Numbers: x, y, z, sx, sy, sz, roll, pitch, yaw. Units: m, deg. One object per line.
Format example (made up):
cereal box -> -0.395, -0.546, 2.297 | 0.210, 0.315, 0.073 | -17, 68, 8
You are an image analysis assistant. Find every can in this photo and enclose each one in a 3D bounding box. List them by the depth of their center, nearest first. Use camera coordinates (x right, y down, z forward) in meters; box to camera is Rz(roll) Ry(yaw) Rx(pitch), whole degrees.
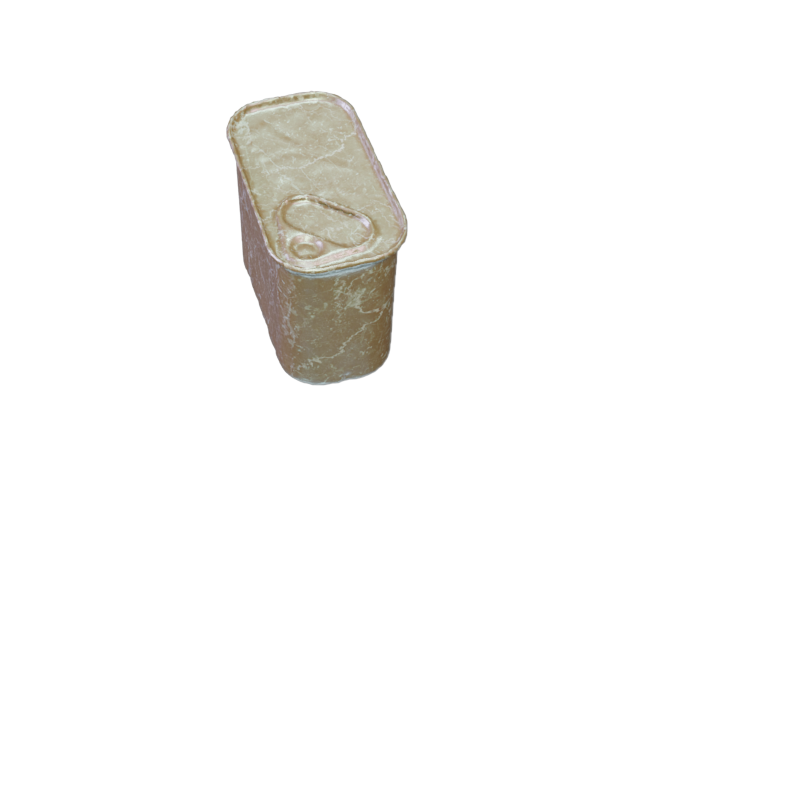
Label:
can -> -0.038, -0.069, 0.483 | 0.057, 0.110, 0.078 | -13, -37, -13
